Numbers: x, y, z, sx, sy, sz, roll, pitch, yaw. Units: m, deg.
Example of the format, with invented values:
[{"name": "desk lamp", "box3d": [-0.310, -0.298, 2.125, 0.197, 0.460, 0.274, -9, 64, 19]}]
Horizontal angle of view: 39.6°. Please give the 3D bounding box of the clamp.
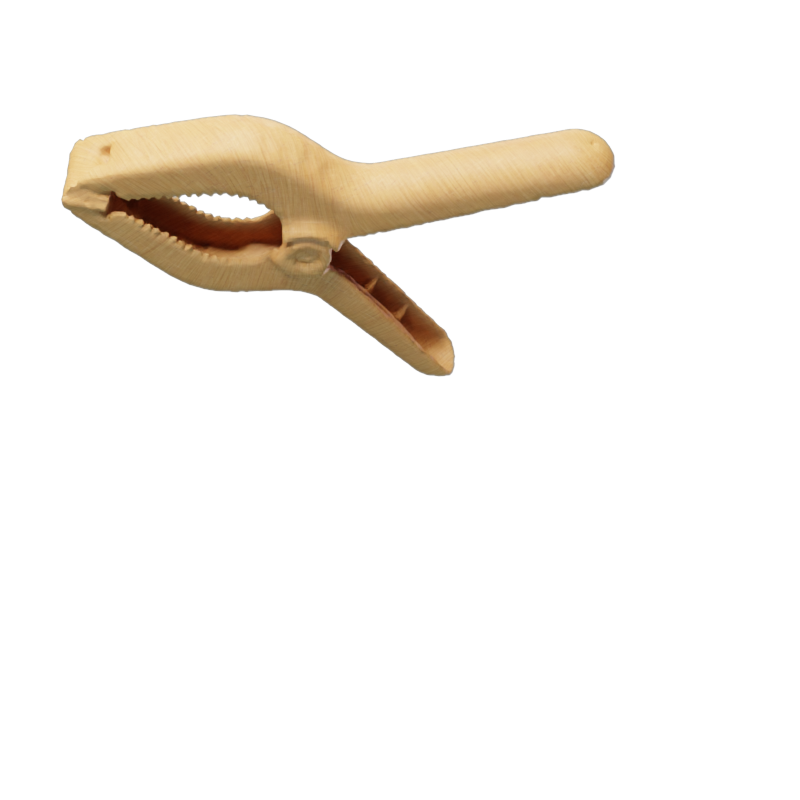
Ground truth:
[{"name": "clamp", "box3d": [-0.037, -0.068, 0.474, 0.207, 0.039, 0.156, 7, -35, -11]}]
